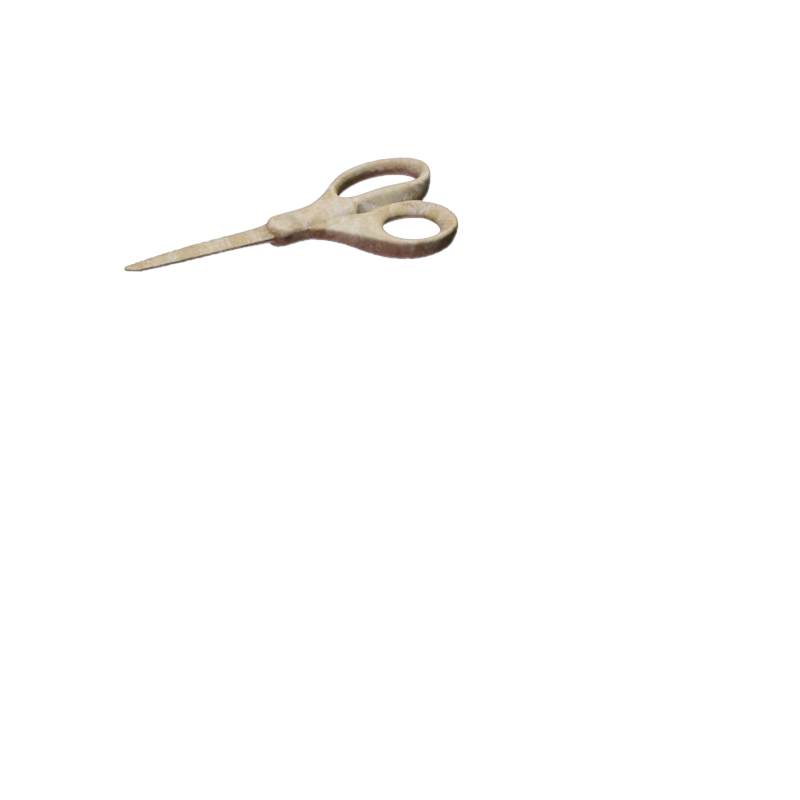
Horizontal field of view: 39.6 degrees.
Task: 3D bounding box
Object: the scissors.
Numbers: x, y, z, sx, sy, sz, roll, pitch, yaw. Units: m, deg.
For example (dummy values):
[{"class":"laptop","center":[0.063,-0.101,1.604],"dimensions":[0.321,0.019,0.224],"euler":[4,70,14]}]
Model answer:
[{"class":"scissors","center":[-0.051,-0.093,0.651],"dimensions":[0.201,0.015,0.103],"euler":[-31,51,-28]}]
